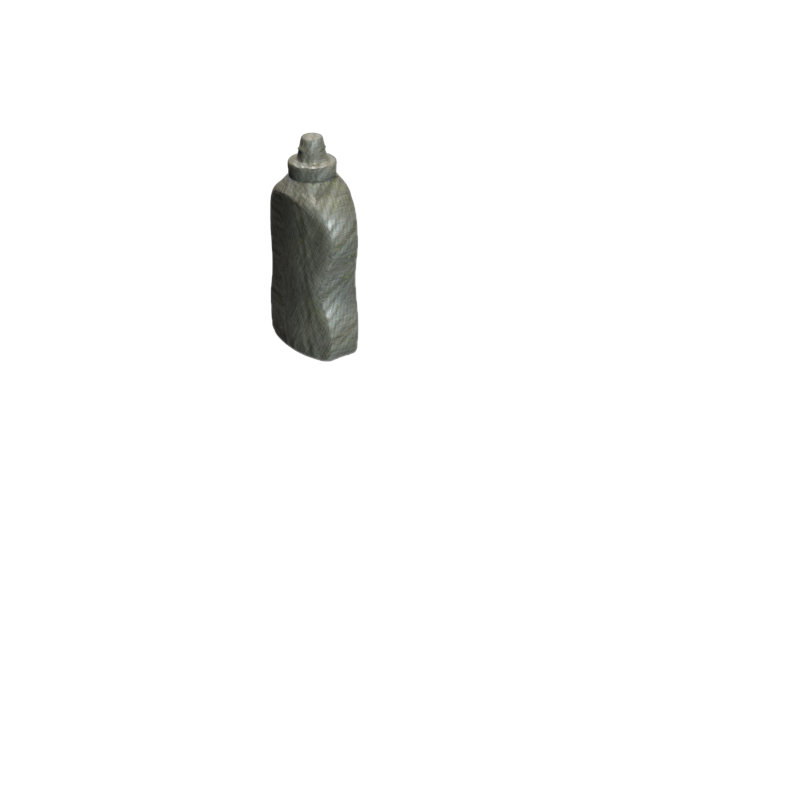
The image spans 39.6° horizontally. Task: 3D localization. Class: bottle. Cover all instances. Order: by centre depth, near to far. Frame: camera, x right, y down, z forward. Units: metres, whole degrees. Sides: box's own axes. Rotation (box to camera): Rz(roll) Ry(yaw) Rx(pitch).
[{"bbox_3d":[-0.075,-0.135,0.947,0.057,0.181,0.103,-15,32,-31],"label":"bottle"}]
